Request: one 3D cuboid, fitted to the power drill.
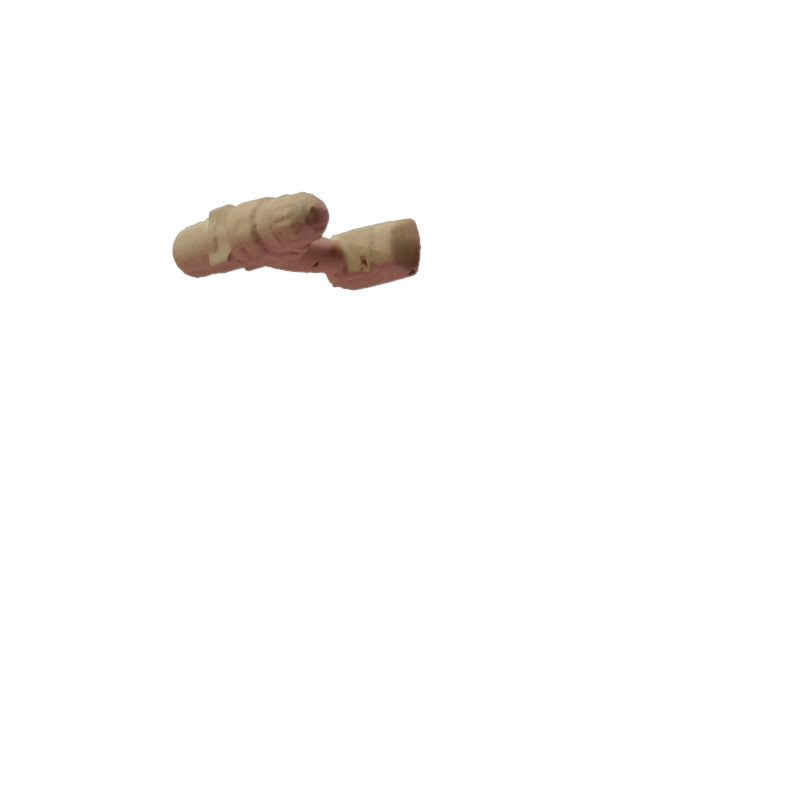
[{"bbox_3d":[-0.074,-0.134,0.941,0.179,0.058,0.190,3,-5,-41],"label":"power drill"}]
